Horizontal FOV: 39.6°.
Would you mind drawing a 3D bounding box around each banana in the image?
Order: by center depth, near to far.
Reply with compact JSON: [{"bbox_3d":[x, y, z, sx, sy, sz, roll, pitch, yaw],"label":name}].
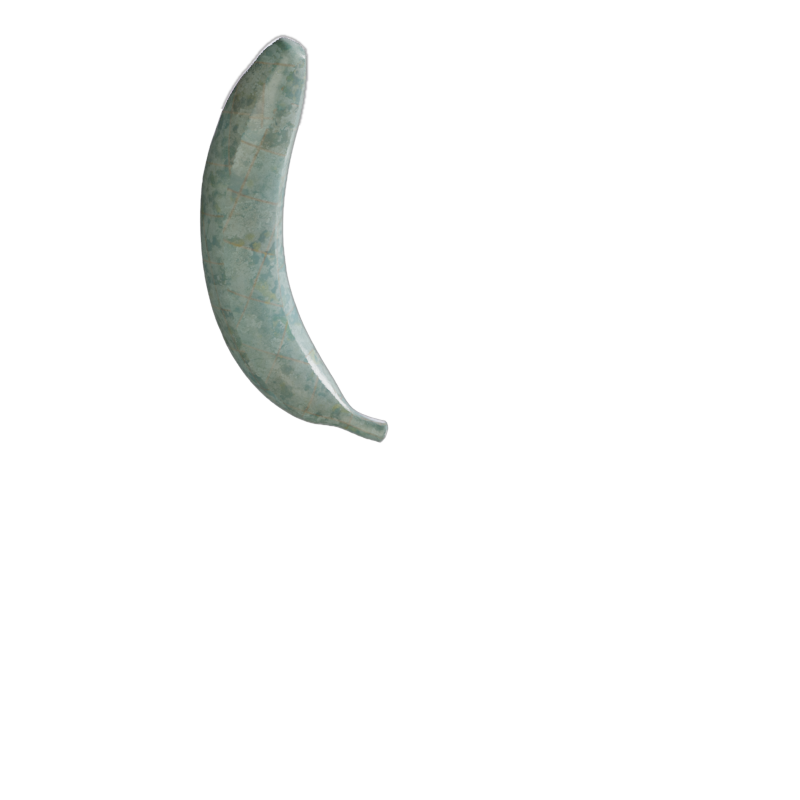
[{"bbox_3d":[-0.057,-0.065,0.506,0.070,0.187,0.039,-11,24,4],"label":"banana"}]
